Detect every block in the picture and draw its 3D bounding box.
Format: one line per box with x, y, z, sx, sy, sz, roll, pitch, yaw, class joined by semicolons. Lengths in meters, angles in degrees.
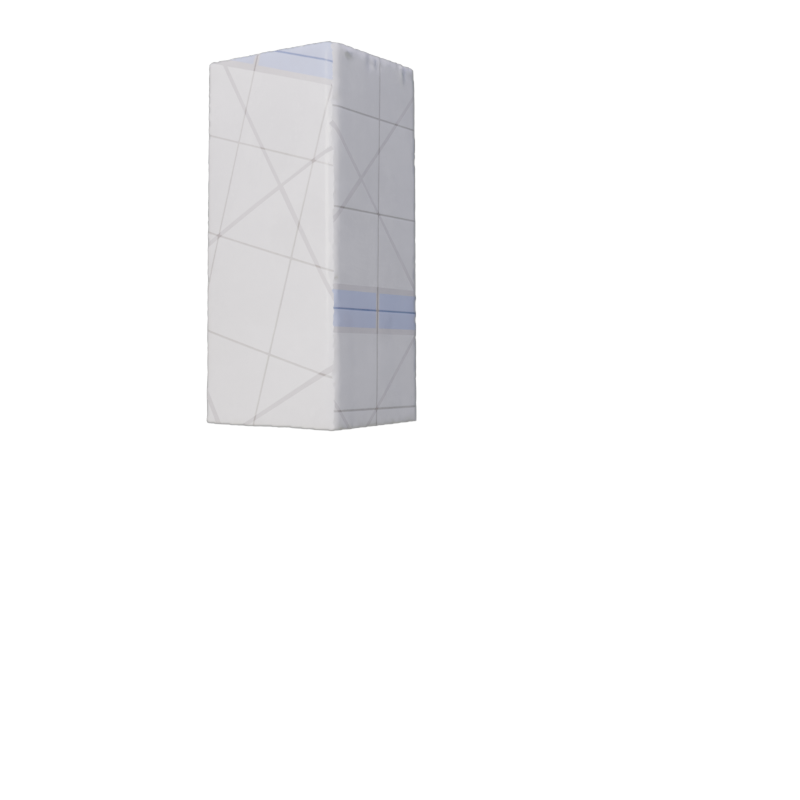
-0.050;-0.091;0.639;0.093;0.208;0.087;-3;-4;34;block
